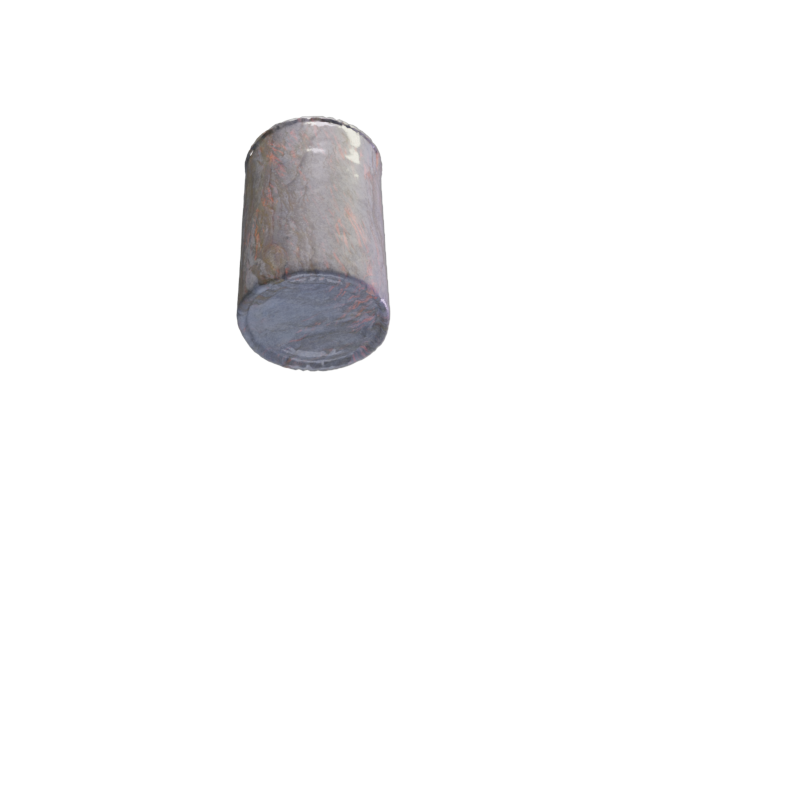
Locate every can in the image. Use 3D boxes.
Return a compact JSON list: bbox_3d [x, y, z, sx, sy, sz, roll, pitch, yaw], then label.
[{"bbox_3d":[-0.040,-0.073,0.511,0.068,0.110,0.064,-1,-41,-3],"label":"can"}]
